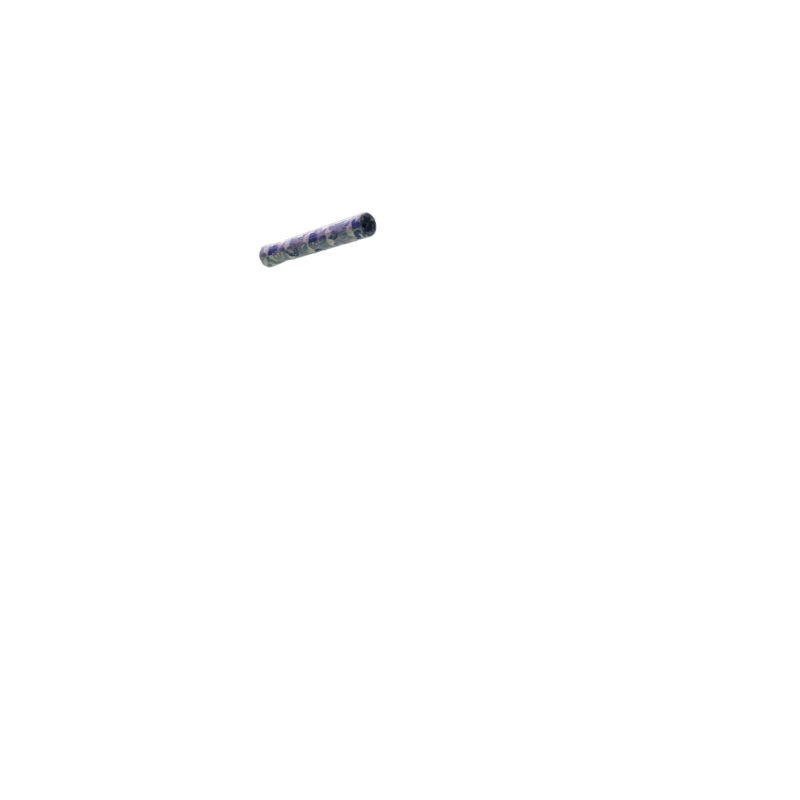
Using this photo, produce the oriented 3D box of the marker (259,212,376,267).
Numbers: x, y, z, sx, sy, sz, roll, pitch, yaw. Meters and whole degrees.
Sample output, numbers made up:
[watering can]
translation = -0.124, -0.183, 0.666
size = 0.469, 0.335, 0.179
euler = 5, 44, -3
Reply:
[marker]
translation = -0.067, -0.122, 0.857
size = 0.123, 0.020, 0.019
euler = -9, -4, 44
